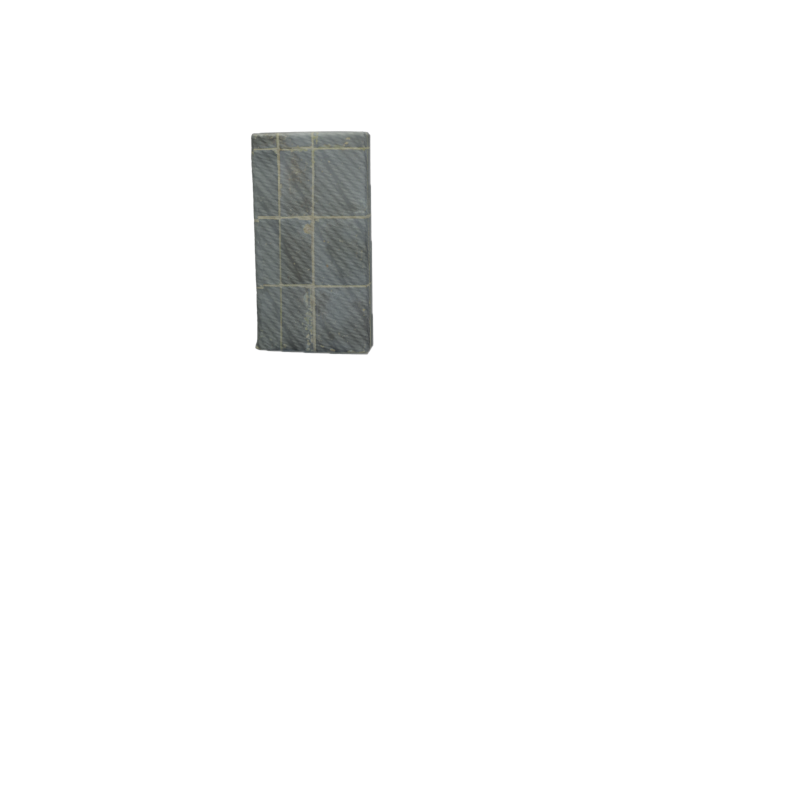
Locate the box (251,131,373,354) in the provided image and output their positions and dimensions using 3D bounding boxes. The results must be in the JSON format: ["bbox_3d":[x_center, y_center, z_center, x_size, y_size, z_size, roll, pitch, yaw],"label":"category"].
[{"bbox_3d":[-0.069,-0.127,0.889,0.095,0.174,0.048,1,5,9],"label":"box"}]
